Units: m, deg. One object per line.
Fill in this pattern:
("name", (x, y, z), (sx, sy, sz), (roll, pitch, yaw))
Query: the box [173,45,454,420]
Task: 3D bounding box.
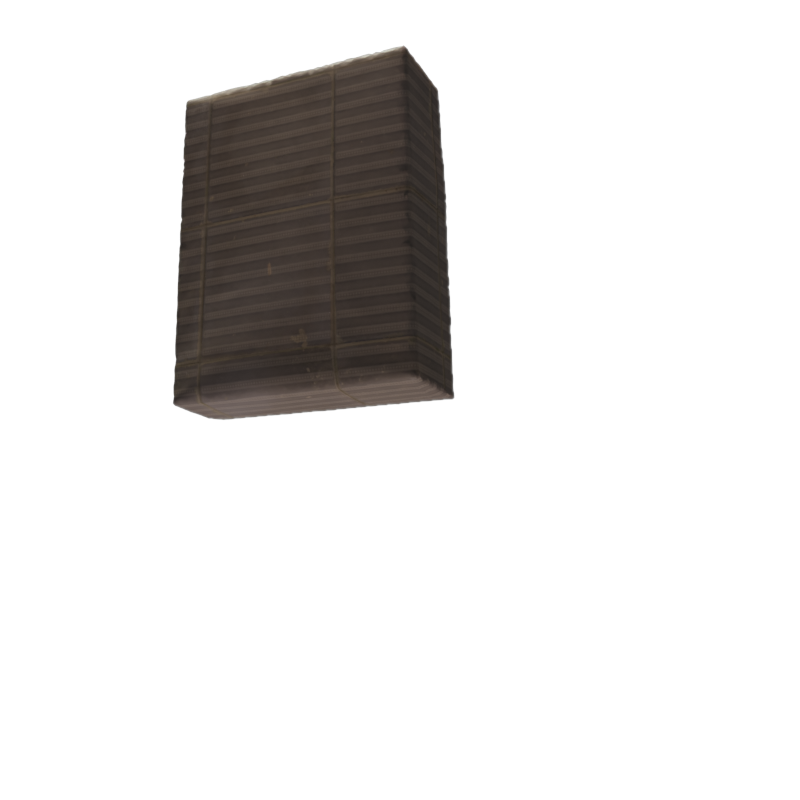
("box", (-0.056, -0.101, 0.710), (0.167, 0.224, 0.067), (-9, -21, 23))
